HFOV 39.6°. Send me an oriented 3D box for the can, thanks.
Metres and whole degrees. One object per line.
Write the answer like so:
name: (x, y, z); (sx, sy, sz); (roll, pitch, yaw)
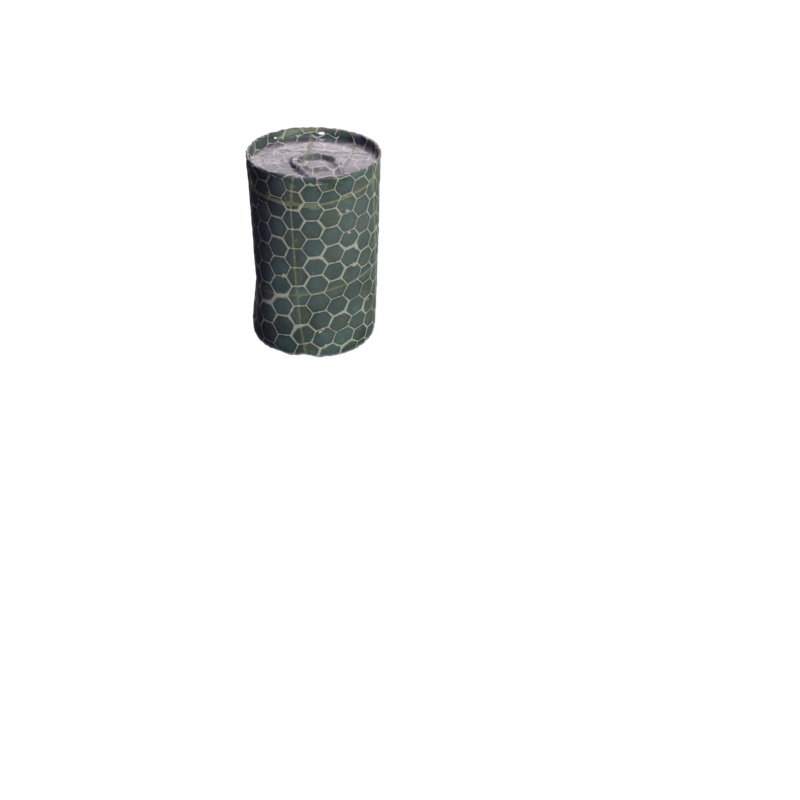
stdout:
can: (-0.045, -0.082, 0.575); (0.068, 0.096, 0.073); (0, 29, -2)
